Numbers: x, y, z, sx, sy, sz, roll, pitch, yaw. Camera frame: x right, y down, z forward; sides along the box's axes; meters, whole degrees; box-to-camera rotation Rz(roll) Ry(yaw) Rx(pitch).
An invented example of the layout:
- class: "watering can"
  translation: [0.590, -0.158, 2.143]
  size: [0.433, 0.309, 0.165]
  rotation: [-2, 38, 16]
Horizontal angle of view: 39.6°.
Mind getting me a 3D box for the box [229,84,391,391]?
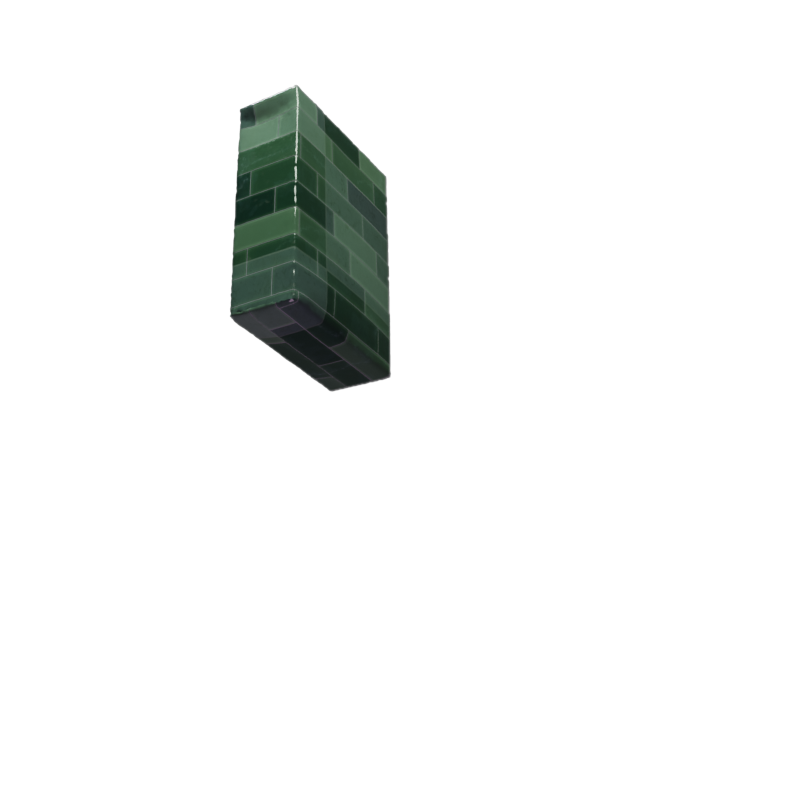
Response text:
- class: "box"
  translation: [-0.076, -0.138, 0.965]
  size: [0.073, 0.228, 0.152]
  rotation: [-17, -32, 25]
